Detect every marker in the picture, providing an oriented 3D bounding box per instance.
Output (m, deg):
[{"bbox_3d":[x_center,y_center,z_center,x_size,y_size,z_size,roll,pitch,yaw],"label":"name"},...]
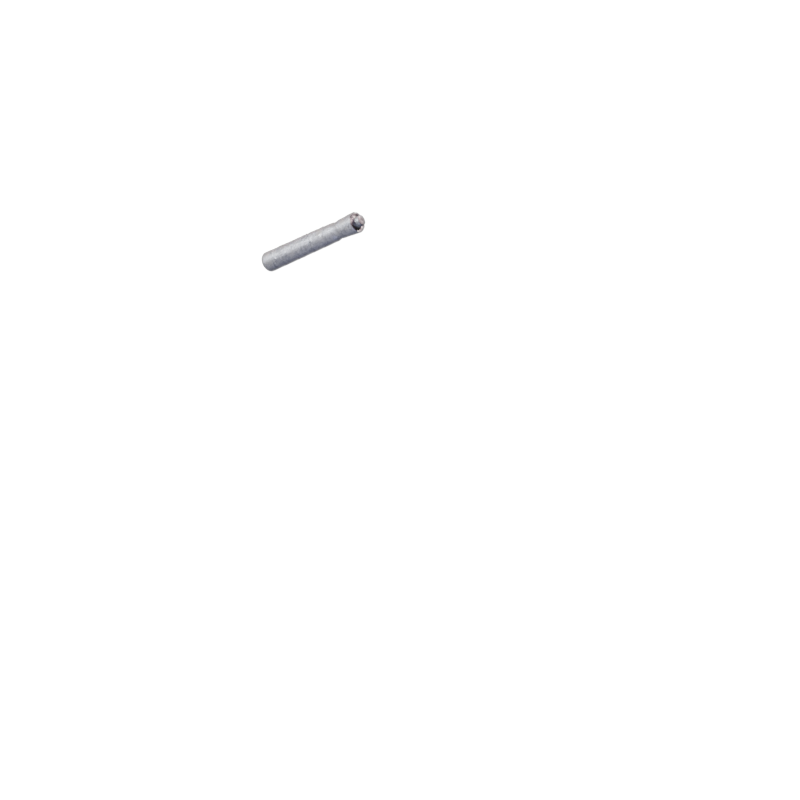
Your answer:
[{"bbox_3d":[-0.078,-0.142,0.997,0.122,0.020,0.019,-17,-8,40],"label":"marker"}]
